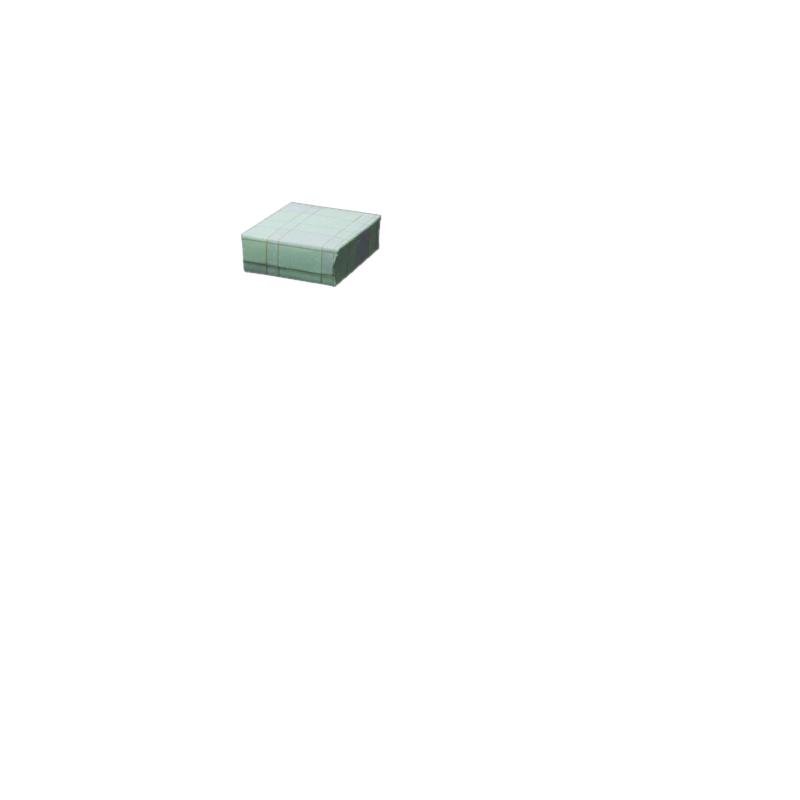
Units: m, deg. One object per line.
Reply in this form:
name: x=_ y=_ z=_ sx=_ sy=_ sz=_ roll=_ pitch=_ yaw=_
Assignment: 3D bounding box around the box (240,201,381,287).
box: x=-0.076 y=-0.139 z=0.973 sx=0.093 sy=0.037 sz=0.116 roll=9 pitch=28 yaw=17
